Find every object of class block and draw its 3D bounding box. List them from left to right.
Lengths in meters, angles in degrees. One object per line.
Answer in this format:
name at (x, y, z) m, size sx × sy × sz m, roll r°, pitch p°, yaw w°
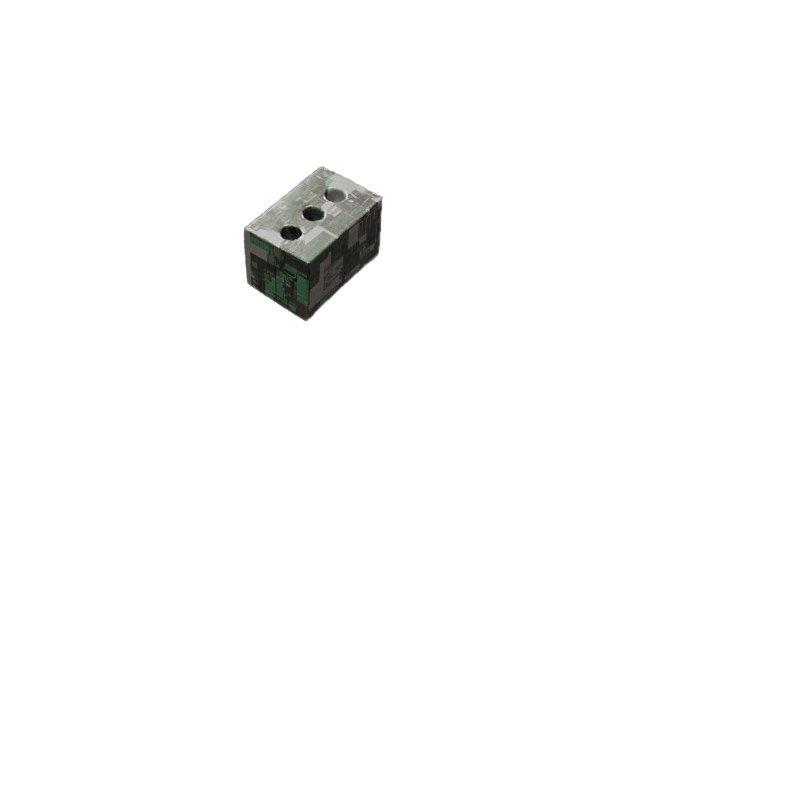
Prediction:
block at (-0.055, -0.100, 0.703) m, size 0.055 × 0.048 × 0.079 m, roll 29°, pitch 54°, yaw 22°
